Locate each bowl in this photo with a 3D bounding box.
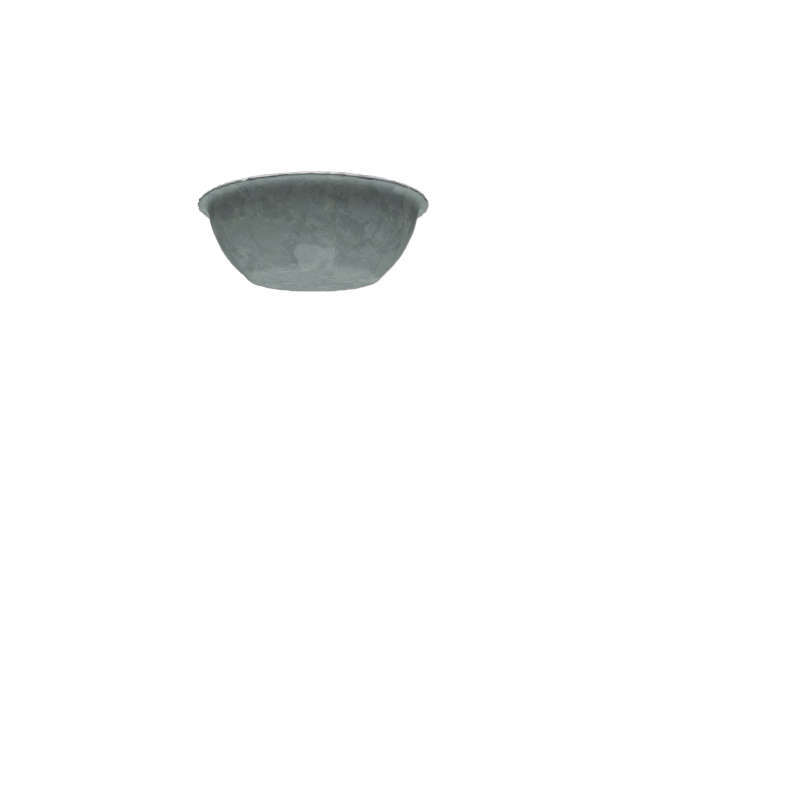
[{"bbox_3d":[-0.060,-0.110,0.772,0.162,0.056,0.159,0,-6,-2],"label":"bowl"}]
